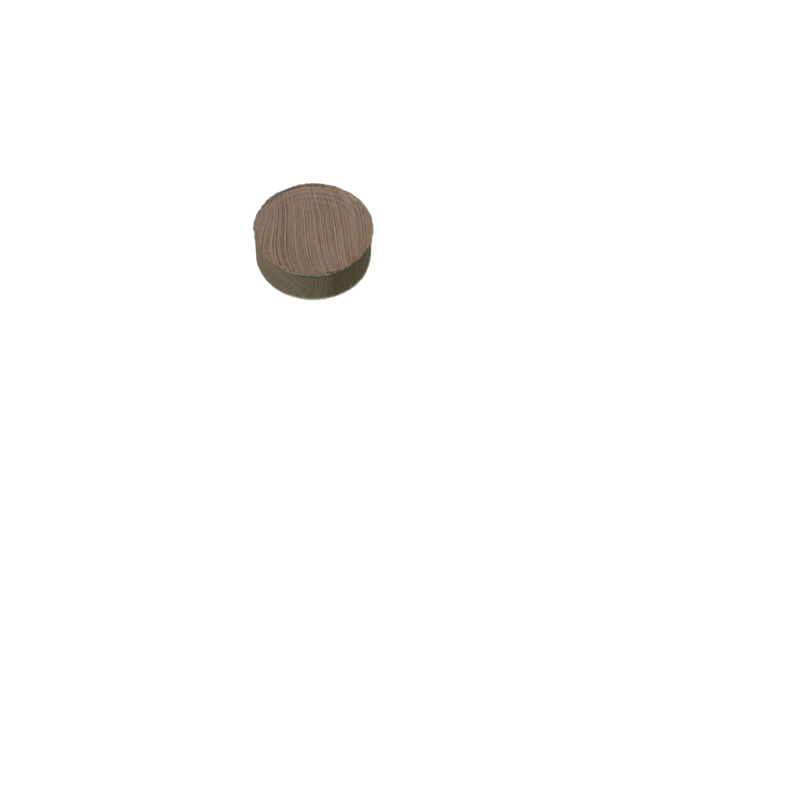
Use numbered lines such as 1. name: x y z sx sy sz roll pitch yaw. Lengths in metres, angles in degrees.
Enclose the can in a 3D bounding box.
1. can: -0.063 -0.114 0.800 0.086 0.092 0.031 -1 -37 -1
